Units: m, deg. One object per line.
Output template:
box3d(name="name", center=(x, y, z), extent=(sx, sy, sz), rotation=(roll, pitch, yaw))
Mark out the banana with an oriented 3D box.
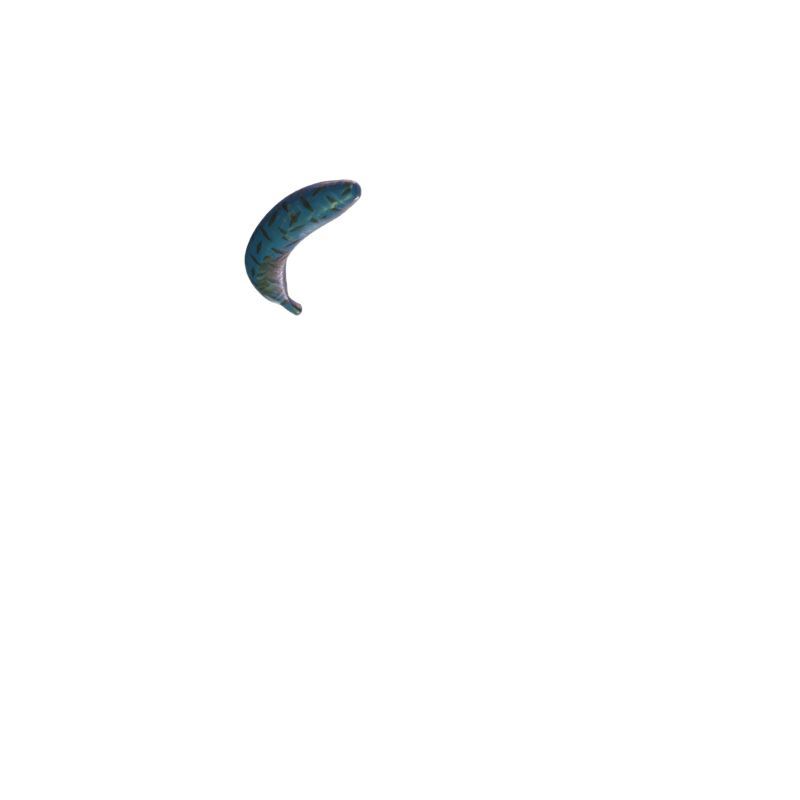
box3d(name="banana", center=(-0.094, -0.137, 0.956), extent=(0.068, 0.039, 0.190), rotation=(9, -29, -17))
